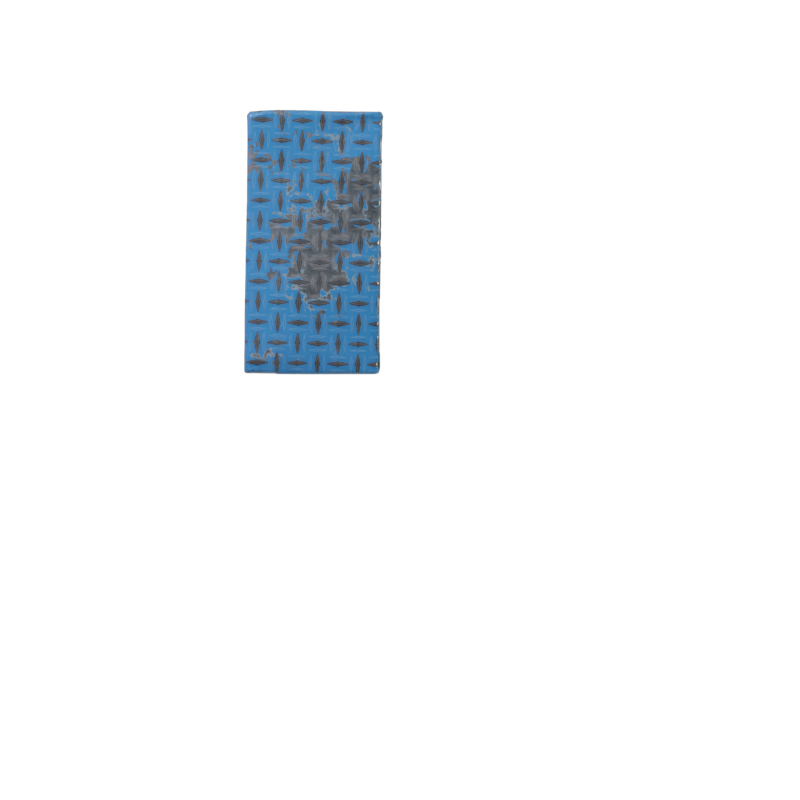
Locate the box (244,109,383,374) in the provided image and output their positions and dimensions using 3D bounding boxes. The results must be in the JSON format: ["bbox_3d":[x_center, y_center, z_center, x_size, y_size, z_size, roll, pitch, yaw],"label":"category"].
[{"bbox_3d":[-0.059,-0.108,0.753,0.093,0.175,0.048,0,2,-3],"label":"box"}]
